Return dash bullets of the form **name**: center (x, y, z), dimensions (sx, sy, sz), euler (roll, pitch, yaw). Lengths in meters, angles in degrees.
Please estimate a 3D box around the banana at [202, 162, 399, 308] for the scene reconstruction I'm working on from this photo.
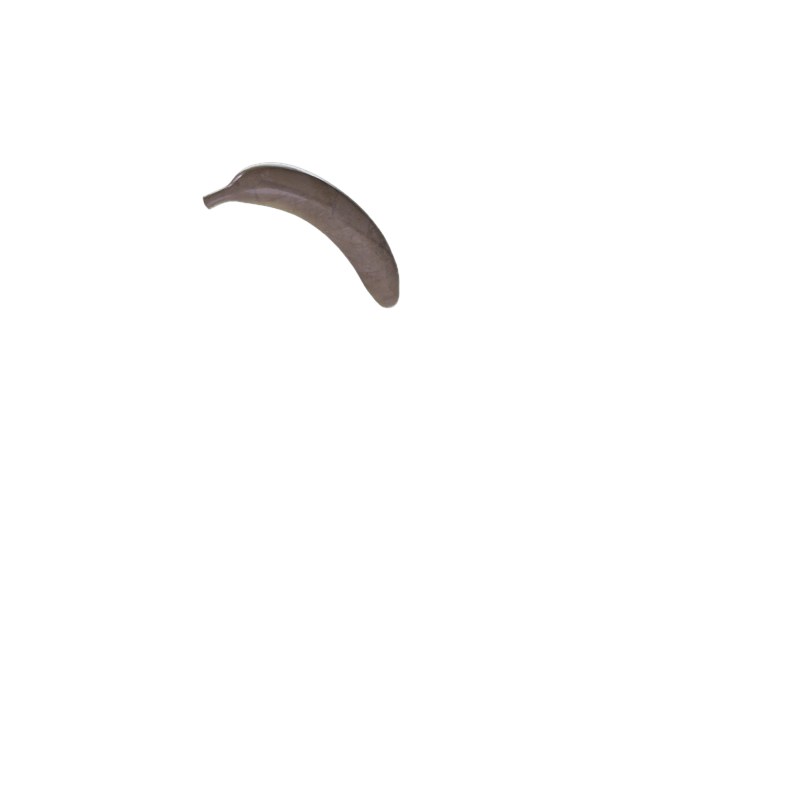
- **banana**: center (-0.064, -0.145, 0.922), dimensions (0.189, 0.039, 0.068), euler (29, -57, -22)
